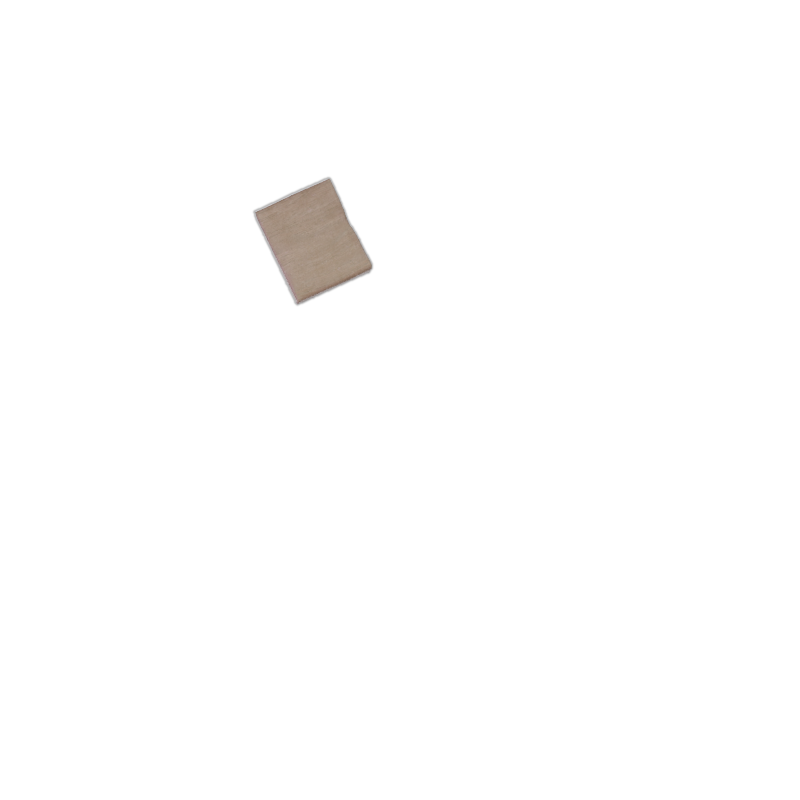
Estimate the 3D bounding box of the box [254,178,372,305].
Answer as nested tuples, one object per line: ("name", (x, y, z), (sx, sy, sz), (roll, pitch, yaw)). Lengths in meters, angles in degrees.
("box", (-0.075, -0.137, 0.963), (0.073, 0.091, 0.029), (-25, -8, -4))
